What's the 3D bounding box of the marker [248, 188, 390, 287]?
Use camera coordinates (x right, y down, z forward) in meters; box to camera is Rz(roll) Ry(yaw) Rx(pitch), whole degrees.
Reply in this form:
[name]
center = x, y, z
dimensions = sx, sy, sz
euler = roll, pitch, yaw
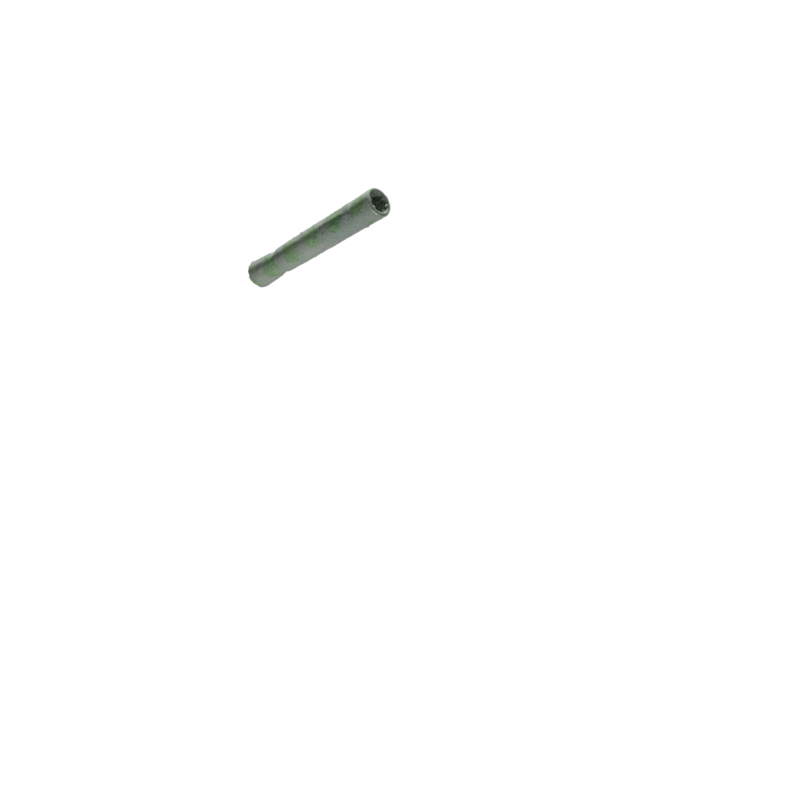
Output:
[marker]
center = -0.054, -0.099, 0.690
dimensions = 0.121, 0.020, 0.019
euler = -23, -13, 41
